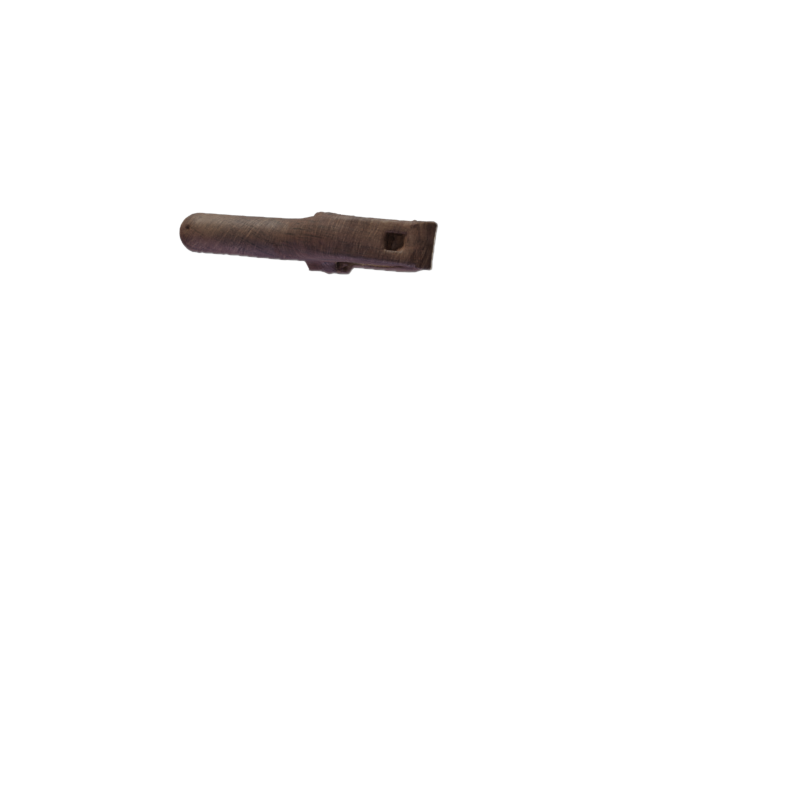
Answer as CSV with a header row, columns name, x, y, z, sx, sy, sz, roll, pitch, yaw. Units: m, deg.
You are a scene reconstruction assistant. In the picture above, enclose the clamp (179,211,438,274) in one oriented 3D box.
name,x,y,z,sx,sy,sz,roll,pitch,yaw
clamp,-0.052,-0.095,0.665,0.116,0.039,0.178,-2,5,-34
